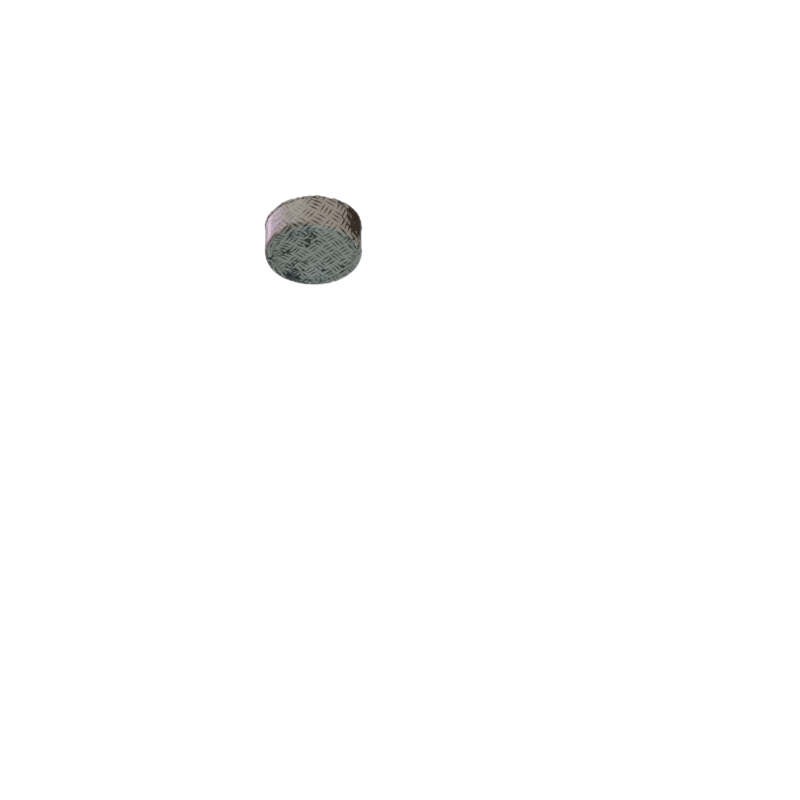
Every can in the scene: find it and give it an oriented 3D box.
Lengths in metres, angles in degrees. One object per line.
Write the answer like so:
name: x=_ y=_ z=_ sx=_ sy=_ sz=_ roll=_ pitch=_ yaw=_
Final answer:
can: x=-0.076 y=-0.138 z=0.967 sx=0.086 sy=0.036 sz=0.080 roll=1 pitch=-34 yaw=-2
